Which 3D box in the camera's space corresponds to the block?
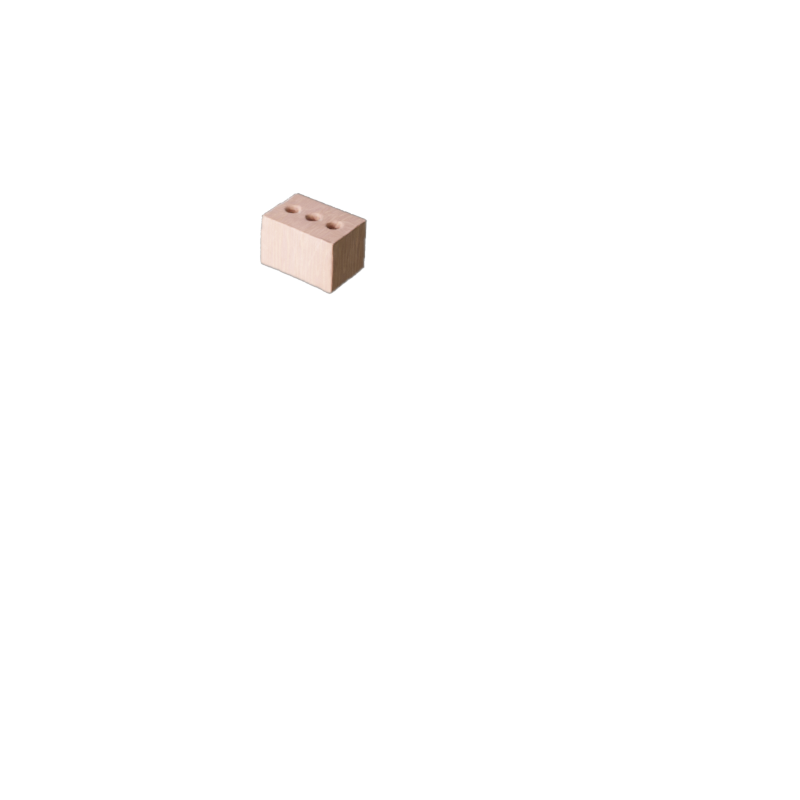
[{"bbox_3d":[-0.074,-0.136,0.950,0.082,0.048,0.053,24,42,27],"label":"block"}]
